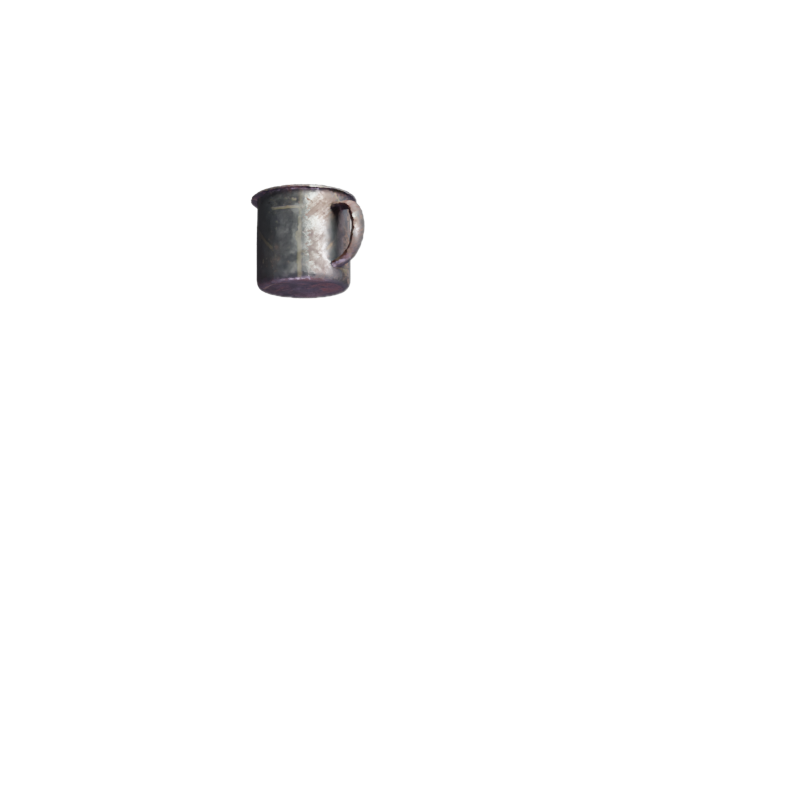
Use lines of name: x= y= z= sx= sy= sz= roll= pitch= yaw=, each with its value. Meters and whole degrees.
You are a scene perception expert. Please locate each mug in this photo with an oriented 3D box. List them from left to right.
mug: x=-0.075 y=-0.137 z=0.959 sx=0.120 sy=0.084 sz=0.088 roll=-9 pitch=-14 yaw=41
